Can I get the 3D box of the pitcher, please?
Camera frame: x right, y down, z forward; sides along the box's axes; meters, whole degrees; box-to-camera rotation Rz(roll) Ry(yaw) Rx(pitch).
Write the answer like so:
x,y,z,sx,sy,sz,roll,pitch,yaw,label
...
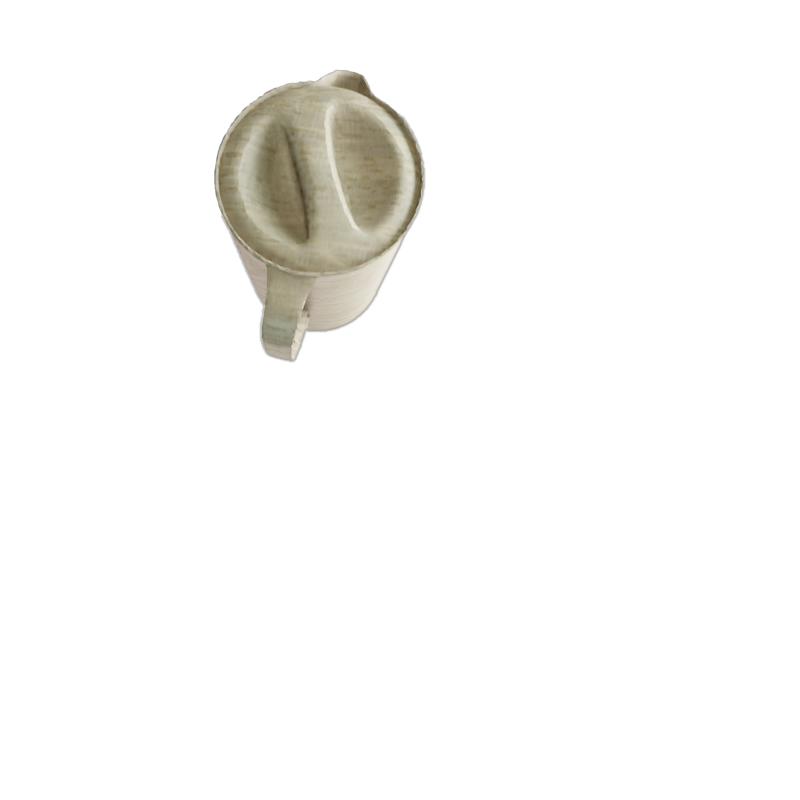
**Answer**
x,y,z,sx,sy,sz,roll,pitch,yaw,label
-0.063,-0.115,0.807,0.149,0.150,0.236,-31,-8,-9,pitcher
